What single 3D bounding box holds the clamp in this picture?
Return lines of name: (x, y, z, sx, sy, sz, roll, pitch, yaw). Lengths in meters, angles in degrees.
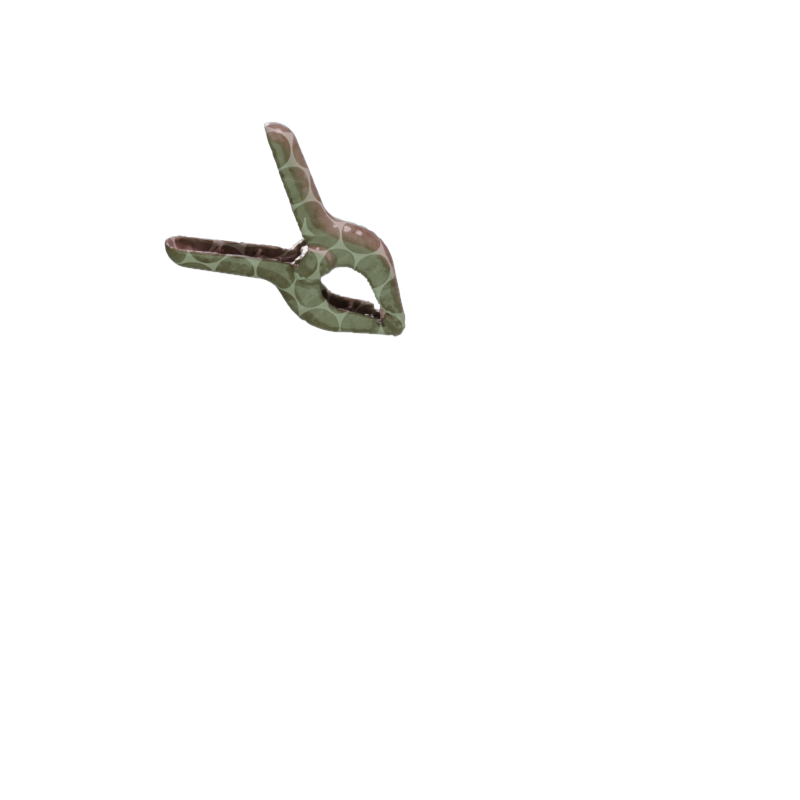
clamp: (-0.058, -0.107, 0.746, 0.165, 0.117, 0.042, 27, 29, -17)
